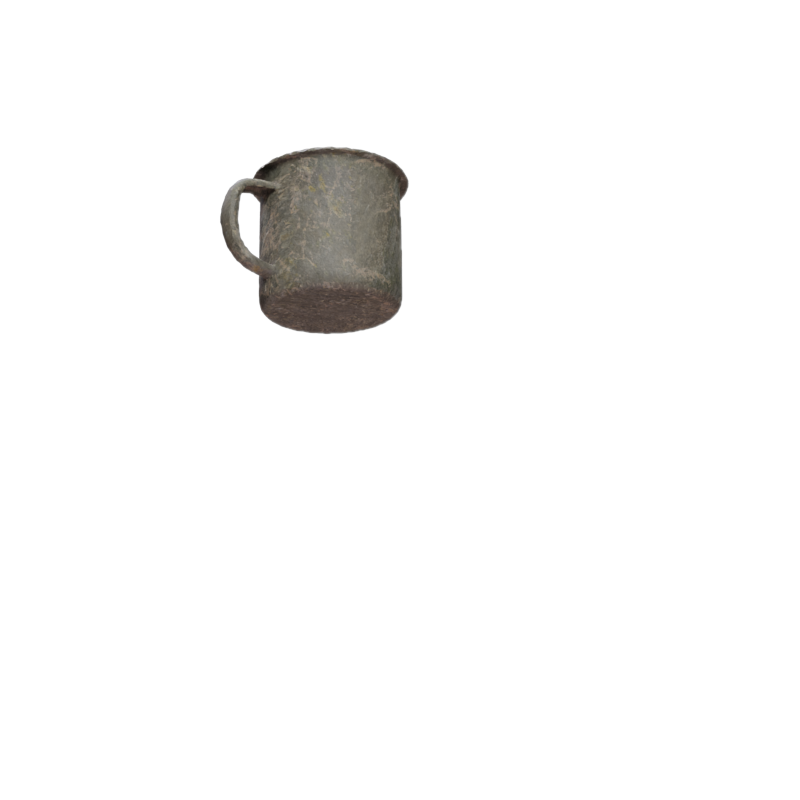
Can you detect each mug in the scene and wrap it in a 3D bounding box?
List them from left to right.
[{"bbox_3d":[-0.050,-0.091,0.635,0.111,0.086,0.093,14,-25,-35],"label":"mug"}]
